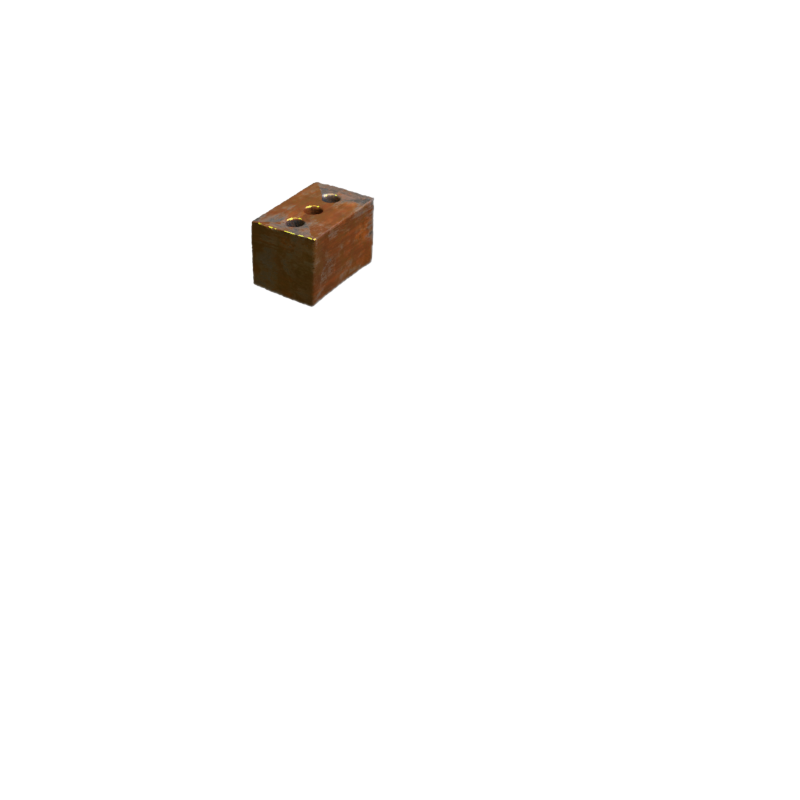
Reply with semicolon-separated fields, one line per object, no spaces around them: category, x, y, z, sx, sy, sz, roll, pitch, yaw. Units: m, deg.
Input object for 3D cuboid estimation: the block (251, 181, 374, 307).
block;-0.060;-0.110;0.768;0.055;0.048;0.079;19;37;25
